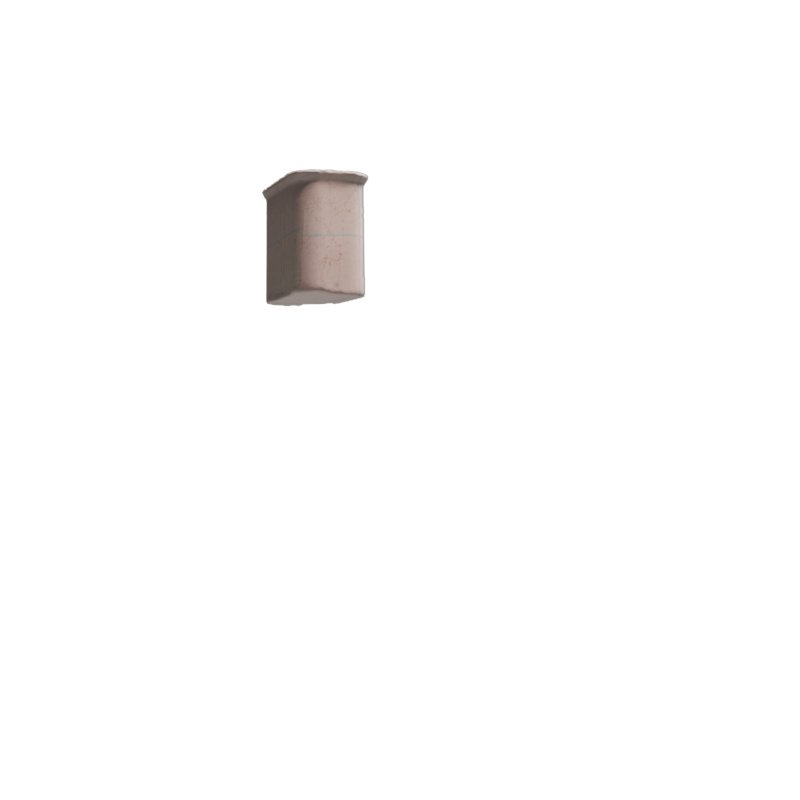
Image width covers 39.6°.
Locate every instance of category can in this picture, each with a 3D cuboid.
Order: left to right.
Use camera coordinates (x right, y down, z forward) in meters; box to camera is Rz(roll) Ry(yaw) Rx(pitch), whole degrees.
[{"bbox_3d":[-0.061,-0.111,0.780,0.056,0.085,0.103,2,-4,-21],"label":"can"}]
